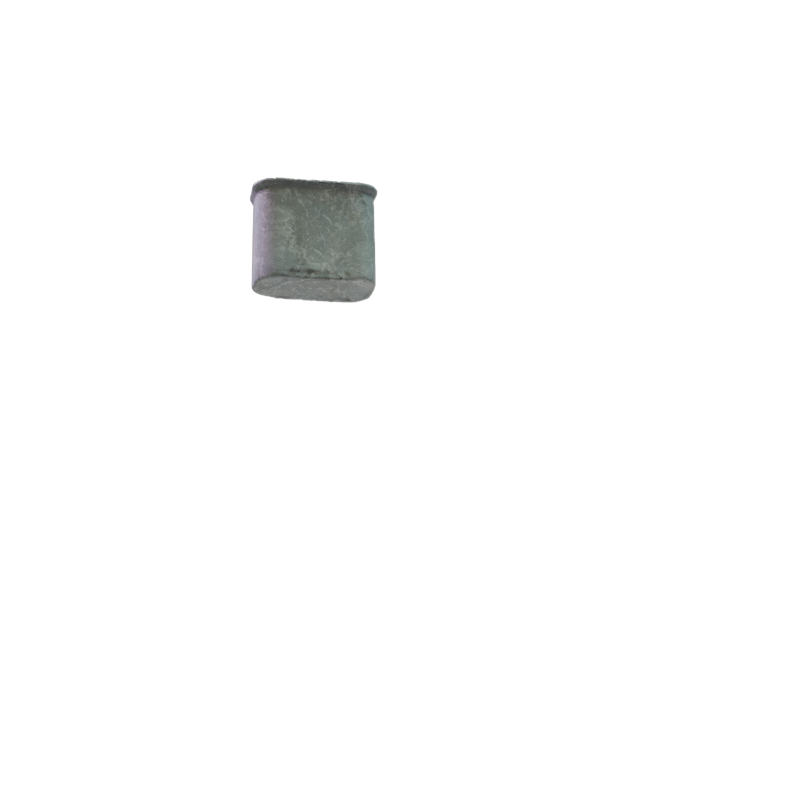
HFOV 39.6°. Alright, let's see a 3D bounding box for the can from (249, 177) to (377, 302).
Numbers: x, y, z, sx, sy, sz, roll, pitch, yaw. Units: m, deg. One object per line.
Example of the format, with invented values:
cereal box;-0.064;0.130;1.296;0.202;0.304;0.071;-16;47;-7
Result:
can;-0.070;-0.127;0.887;0.100;0.088;0.056;2;-20;-10
